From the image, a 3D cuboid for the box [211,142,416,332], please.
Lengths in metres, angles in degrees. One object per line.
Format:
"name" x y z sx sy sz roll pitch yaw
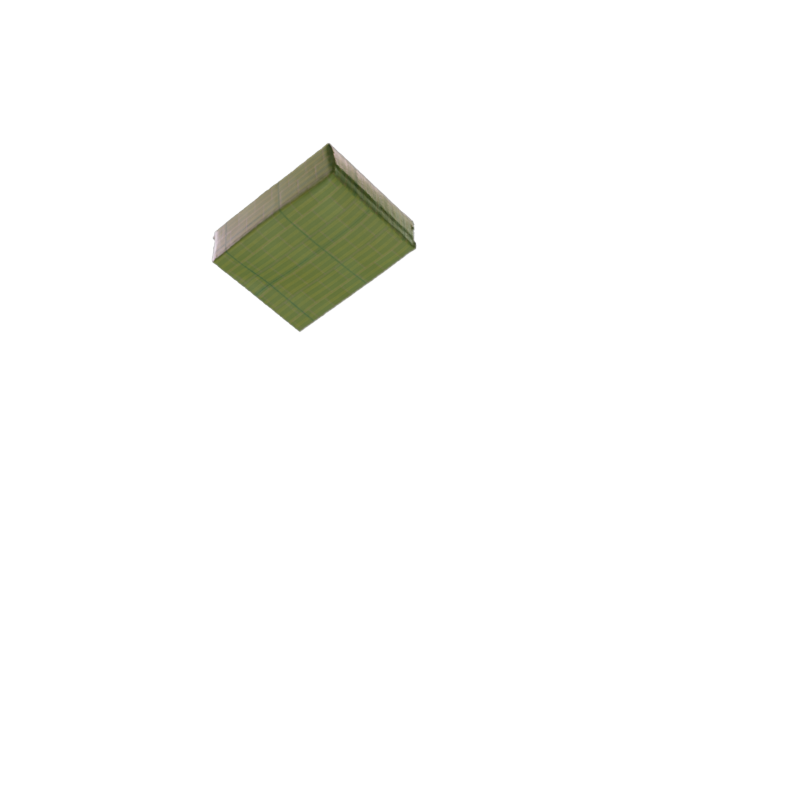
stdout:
"box" -0.060 -0.109 0.762 0.113 0.042 0.084 -32 -55 26
